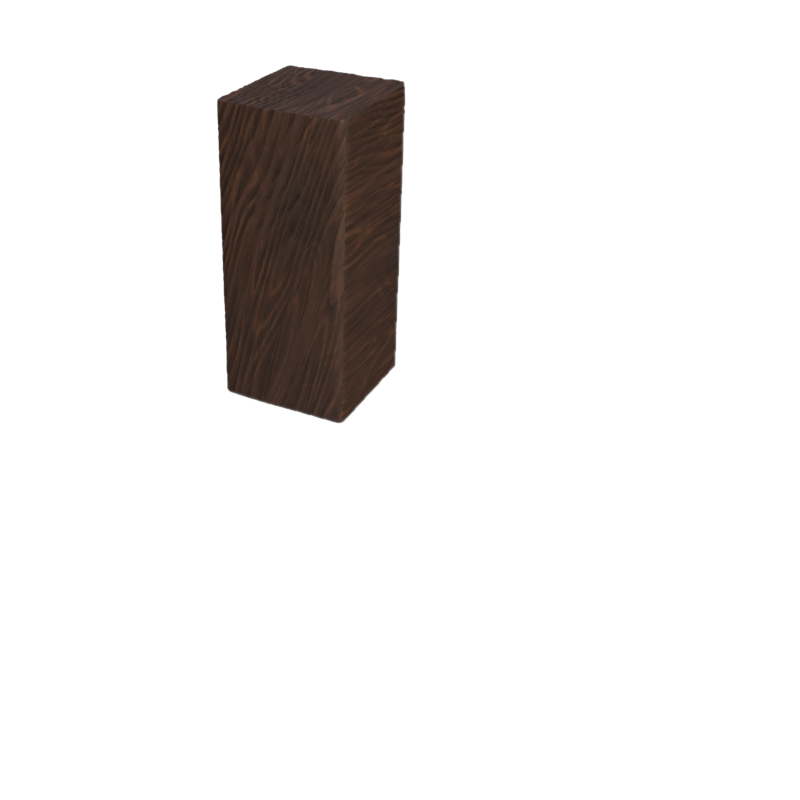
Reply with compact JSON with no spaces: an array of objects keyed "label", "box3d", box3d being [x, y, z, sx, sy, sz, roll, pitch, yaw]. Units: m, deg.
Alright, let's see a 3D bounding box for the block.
[{"label":"block","box3d":[-0.056,-0.103,0.725,0.094,0.195,0.092,14,29,23]}]
